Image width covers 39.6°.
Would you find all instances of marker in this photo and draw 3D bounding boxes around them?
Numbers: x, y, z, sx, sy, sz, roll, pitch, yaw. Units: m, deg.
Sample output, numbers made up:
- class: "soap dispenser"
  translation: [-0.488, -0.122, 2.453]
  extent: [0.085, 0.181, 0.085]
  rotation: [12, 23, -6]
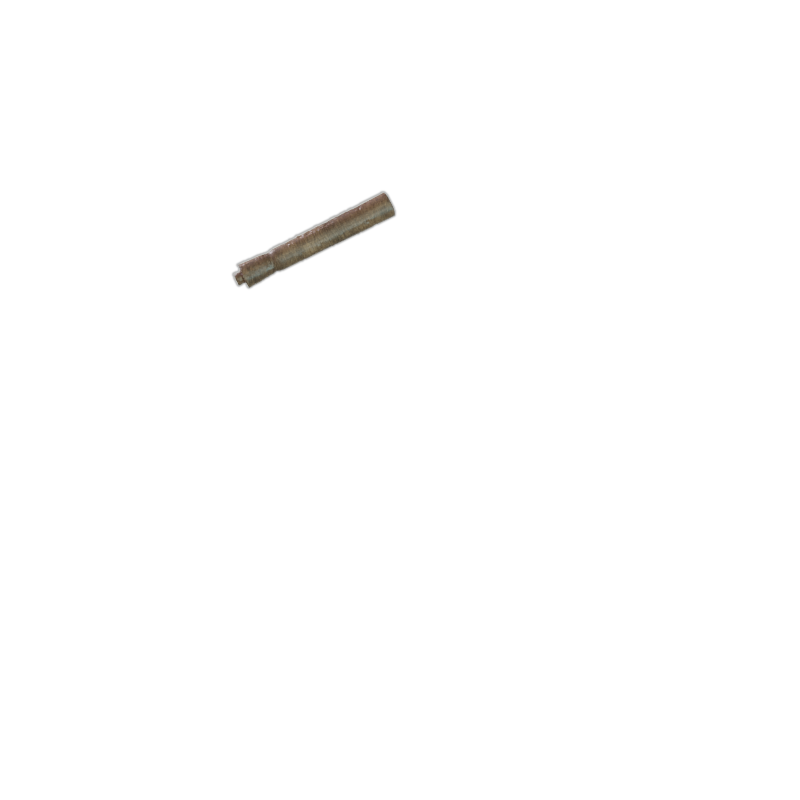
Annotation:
- class: "marker"
  translation: [-0.061, -0.111, 0.775]
  extent: [0.121, 0.020, 0.020]
  rotation: [-27, 6, -4]
